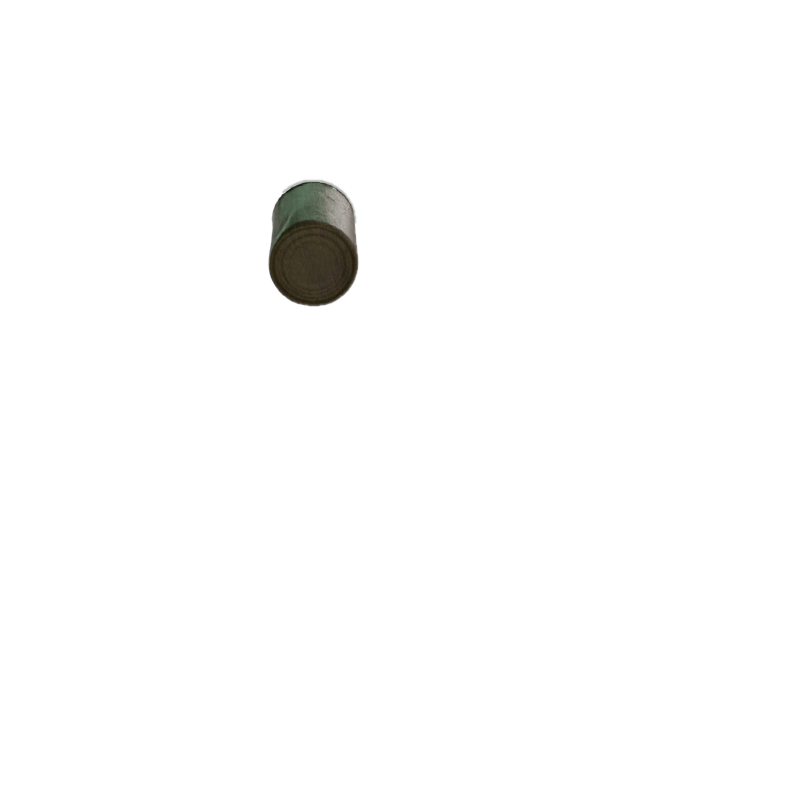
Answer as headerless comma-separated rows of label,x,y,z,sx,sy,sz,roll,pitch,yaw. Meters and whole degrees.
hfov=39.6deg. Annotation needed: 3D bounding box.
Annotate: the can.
can,-0.067,-0.122,0.855,0.068,0.065,0.108,0,25,-3
